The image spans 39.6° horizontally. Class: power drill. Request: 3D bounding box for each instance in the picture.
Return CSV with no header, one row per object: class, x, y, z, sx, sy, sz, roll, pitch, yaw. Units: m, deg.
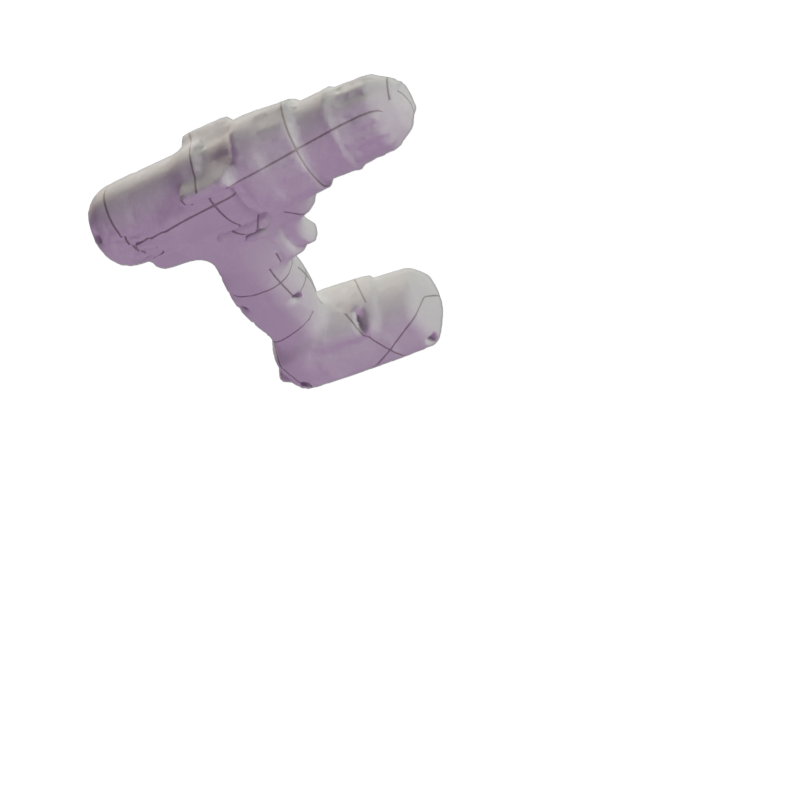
power drill,-0.048,-0.087,0.609,0.186,0.061,0.173,-17,-39,22
